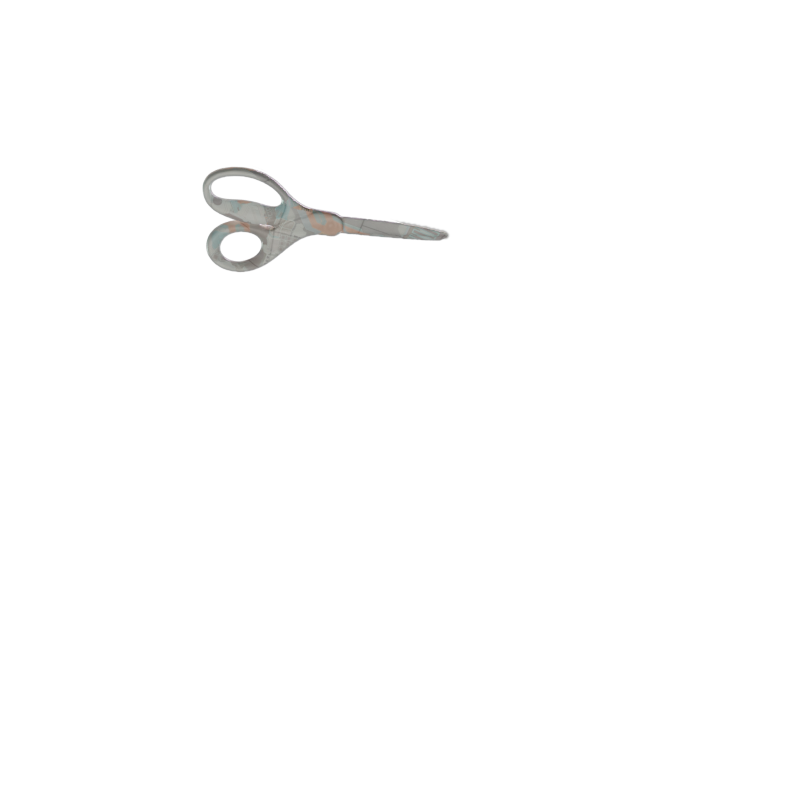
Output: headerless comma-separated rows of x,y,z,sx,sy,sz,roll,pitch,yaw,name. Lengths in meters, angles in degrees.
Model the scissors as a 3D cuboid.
-0.071,-0.130,0.909,0.198,0.093,0.017,20,21,-8,scissors
